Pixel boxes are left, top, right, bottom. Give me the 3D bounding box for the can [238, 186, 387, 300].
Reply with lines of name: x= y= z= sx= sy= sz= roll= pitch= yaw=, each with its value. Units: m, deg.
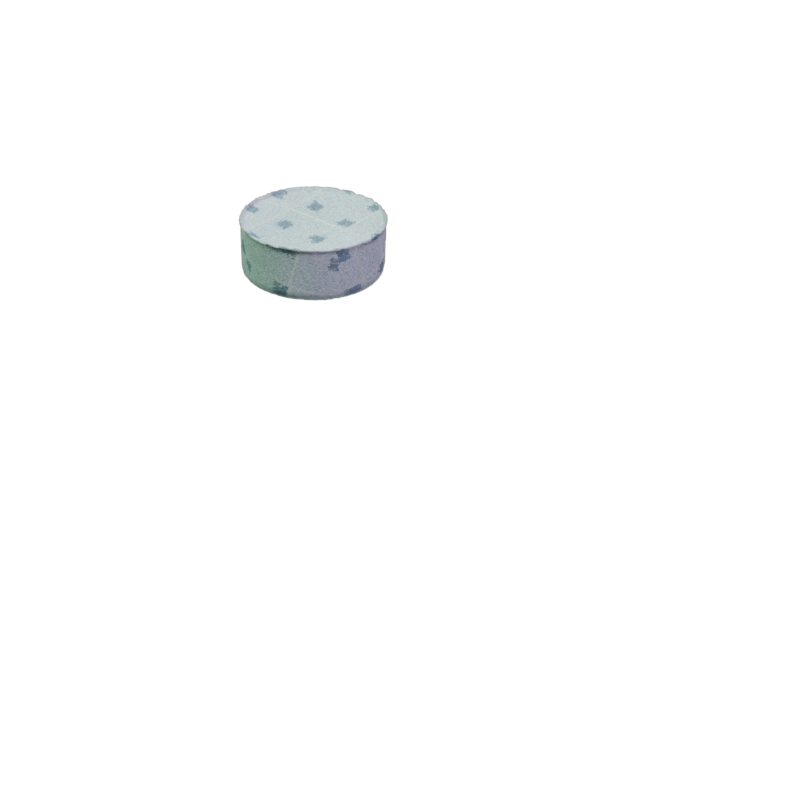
can: x=-0.051 y=-0.092 z=0.646 sx=0.086 sy=0.032 sz=0.091 roll=-1 pitch=32 yaw=-2
